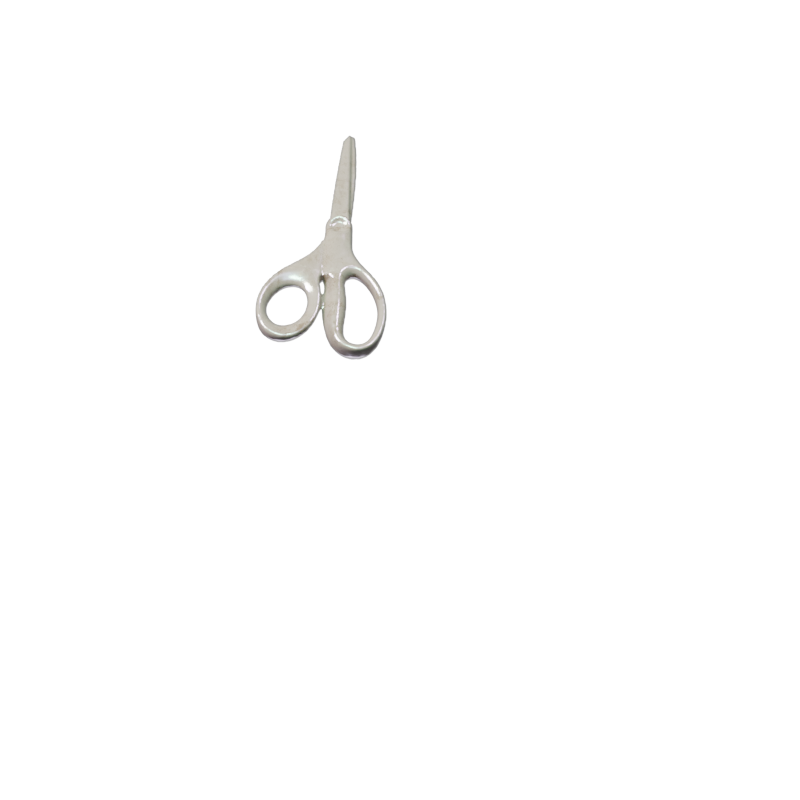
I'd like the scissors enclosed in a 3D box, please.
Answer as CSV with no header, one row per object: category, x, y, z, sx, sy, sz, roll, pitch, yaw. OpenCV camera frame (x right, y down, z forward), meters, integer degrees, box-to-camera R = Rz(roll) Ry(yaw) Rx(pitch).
scissors,-0.061,-0.112,0.782,0.095,0.218,0.015,-9,-37,-7
